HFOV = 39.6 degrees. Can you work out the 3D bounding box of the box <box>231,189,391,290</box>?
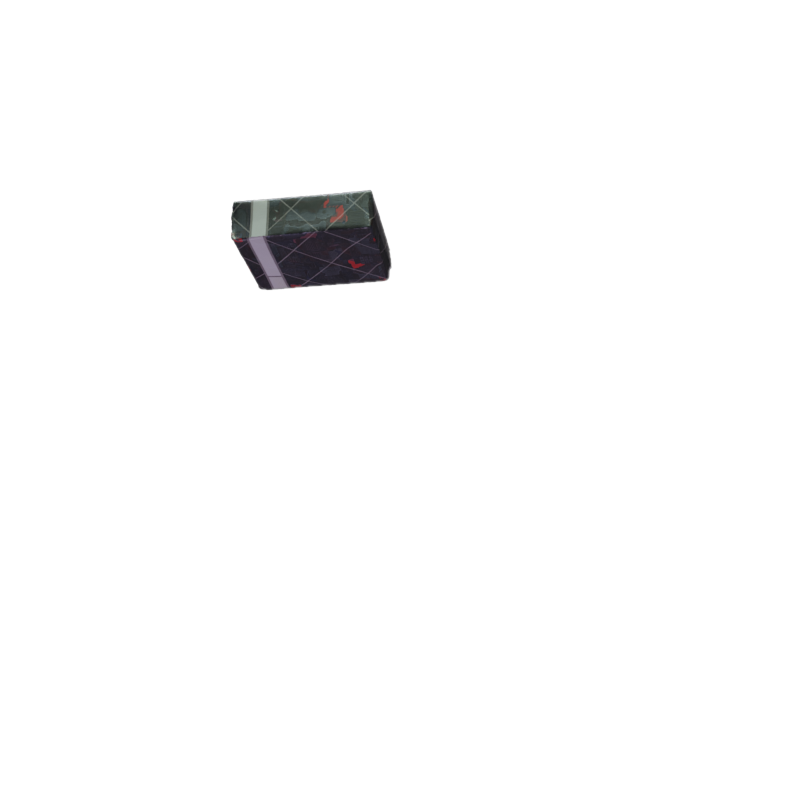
[{"bbox_3d":[-0.069,-0.126,0.882,0.115,0.041,0.084,-4,-25,9],"label":"box"}]
